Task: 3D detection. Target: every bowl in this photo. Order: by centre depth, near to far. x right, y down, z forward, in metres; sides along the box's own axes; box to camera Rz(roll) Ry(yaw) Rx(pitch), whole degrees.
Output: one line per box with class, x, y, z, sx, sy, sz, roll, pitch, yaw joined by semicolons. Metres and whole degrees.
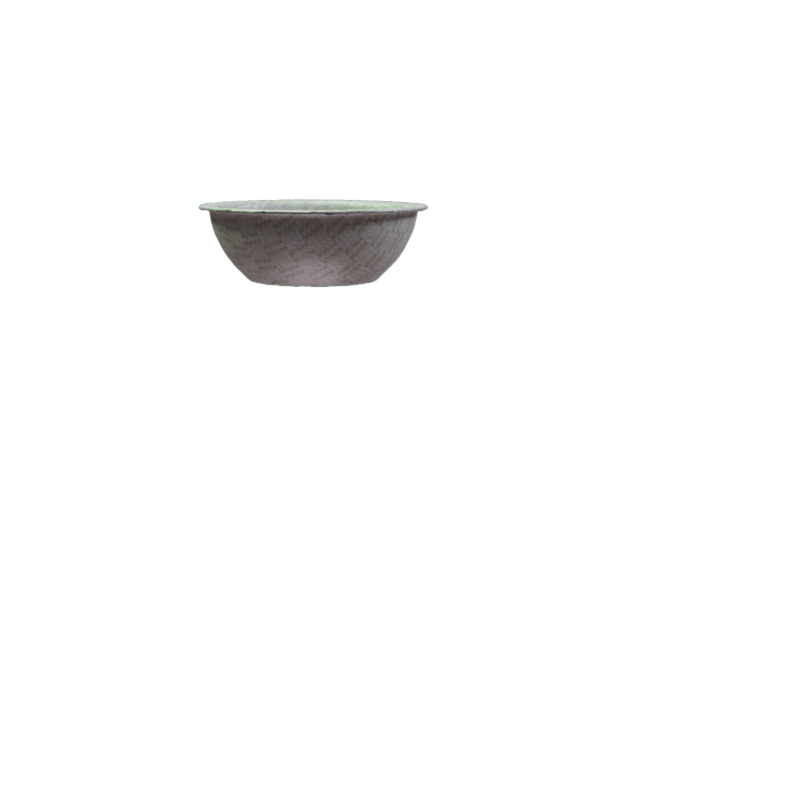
bowl;-0.062;-0.112;0.786;0.162;0.054;0.165;0;11;-2
